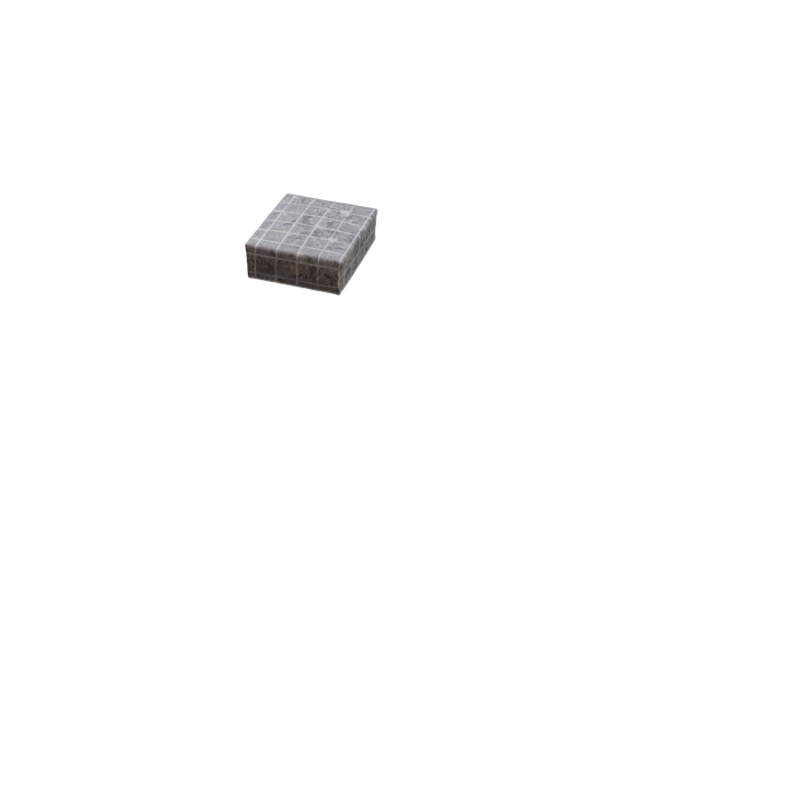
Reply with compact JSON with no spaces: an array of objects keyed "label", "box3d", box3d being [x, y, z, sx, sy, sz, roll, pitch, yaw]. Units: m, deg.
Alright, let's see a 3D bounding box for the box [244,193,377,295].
[{"label":"box","box3d":[-0.078,-0.142,0.993,0.092,0.036,0.118,10,36,13]}]
